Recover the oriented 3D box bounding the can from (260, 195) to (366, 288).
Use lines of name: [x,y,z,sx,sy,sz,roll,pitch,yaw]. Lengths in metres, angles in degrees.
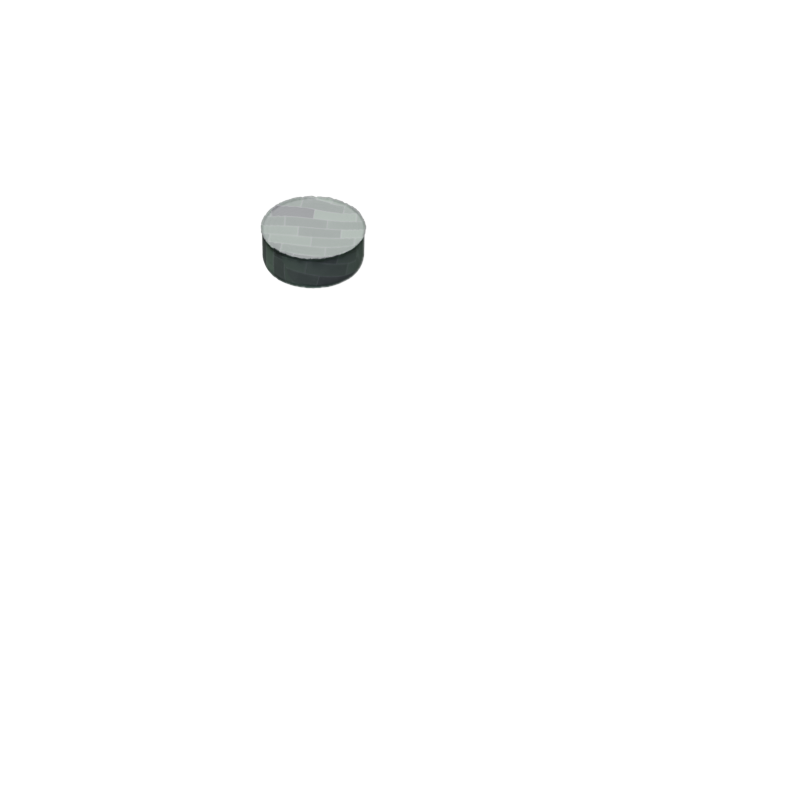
can: [-0.071,-0.130,0.911,0.086,0.031,0.092,-1,42,-2]
